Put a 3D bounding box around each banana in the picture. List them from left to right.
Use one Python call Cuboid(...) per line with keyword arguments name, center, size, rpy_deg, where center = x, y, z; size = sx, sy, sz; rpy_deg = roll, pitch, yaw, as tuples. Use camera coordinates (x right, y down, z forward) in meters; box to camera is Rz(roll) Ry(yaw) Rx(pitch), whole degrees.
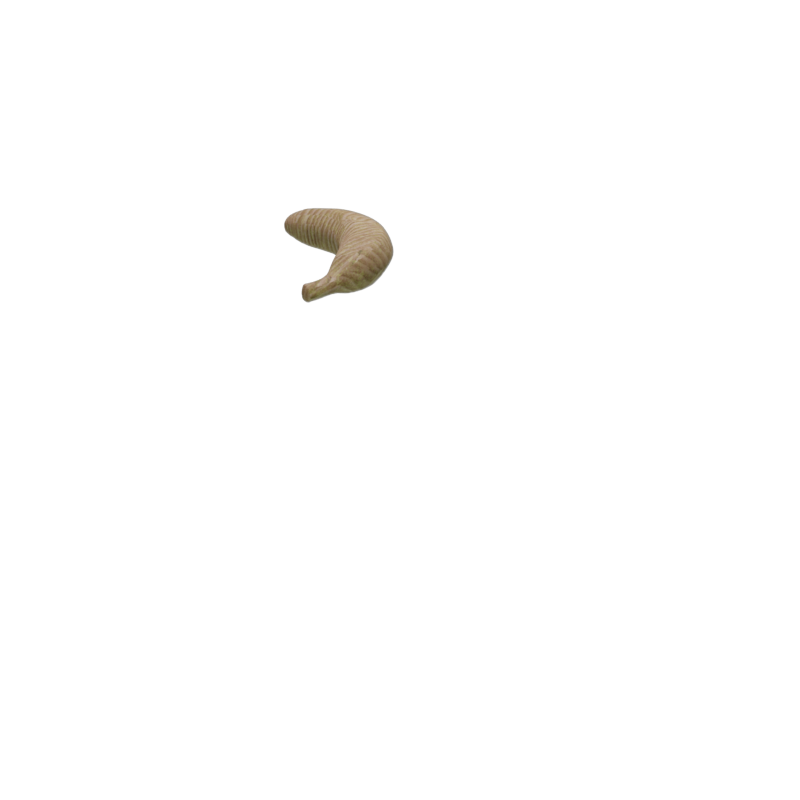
Cuboid(name="banana", center=(-0.043, -0.113, 0.794), size=(0.069, 0.035, 0.207), rpy_deg=(-2, 20, -8))
